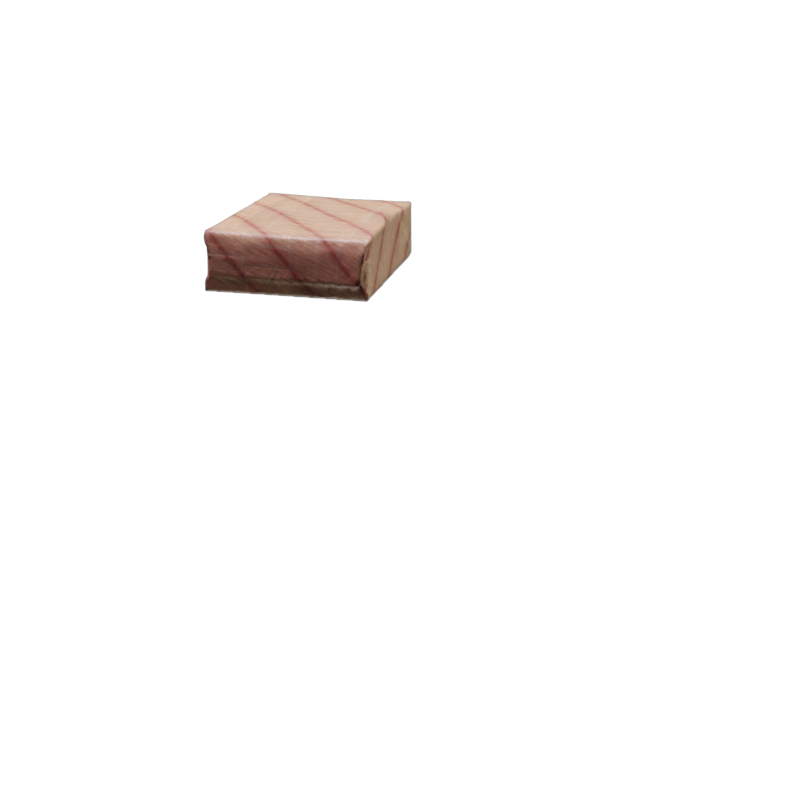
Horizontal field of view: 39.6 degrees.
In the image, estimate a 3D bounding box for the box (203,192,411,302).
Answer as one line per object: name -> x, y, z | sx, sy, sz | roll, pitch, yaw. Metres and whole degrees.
box -> -0.039, -0.072, 0.502 | 0.075, 0.029, 0.091 | 5, 21, 14
